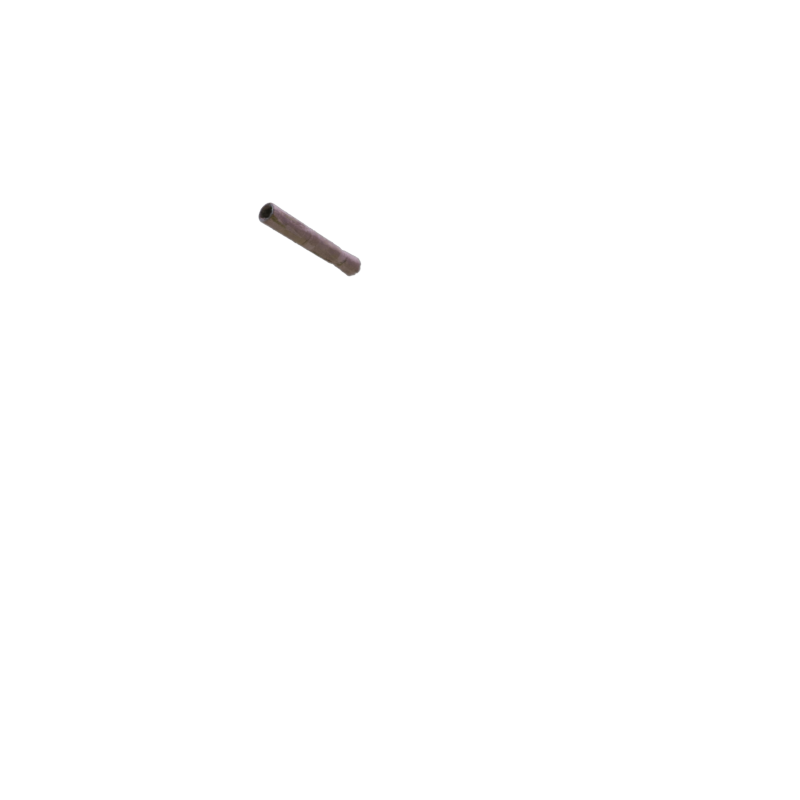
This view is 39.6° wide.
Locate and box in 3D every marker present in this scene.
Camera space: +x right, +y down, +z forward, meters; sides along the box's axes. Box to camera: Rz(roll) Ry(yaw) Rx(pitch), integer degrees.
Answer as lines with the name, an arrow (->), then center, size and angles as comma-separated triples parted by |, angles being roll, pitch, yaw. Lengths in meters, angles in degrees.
marker -> -0.076, -0.138, 0.966 | 0.021, 0.020, 0.113 | 4, -18, 45
